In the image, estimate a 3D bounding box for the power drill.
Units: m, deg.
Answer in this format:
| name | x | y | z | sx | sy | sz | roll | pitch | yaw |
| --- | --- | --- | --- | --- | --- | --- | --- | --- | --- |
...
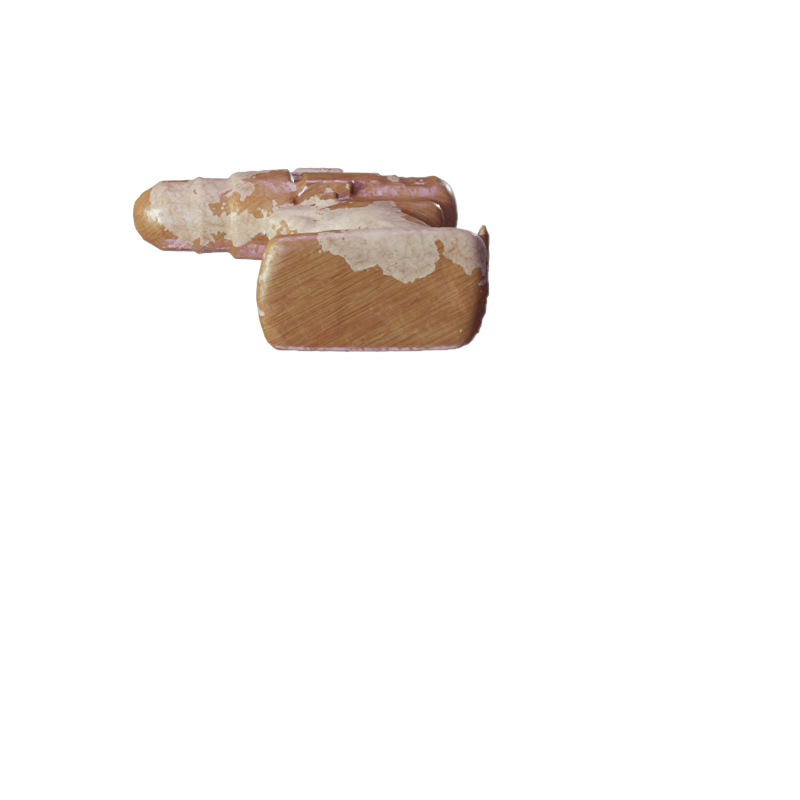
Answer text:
| name | x | y | z | sx | sy | sz | roll | pitch | yaw |
| --- | --- | --- | --- | --- | --- | --- | --- | --- | --- |
| power drill | -0.044 | -0.081 | 0.568 | 0.182 | 0.055 | 0.198 | -4 | 22 | -10 |
